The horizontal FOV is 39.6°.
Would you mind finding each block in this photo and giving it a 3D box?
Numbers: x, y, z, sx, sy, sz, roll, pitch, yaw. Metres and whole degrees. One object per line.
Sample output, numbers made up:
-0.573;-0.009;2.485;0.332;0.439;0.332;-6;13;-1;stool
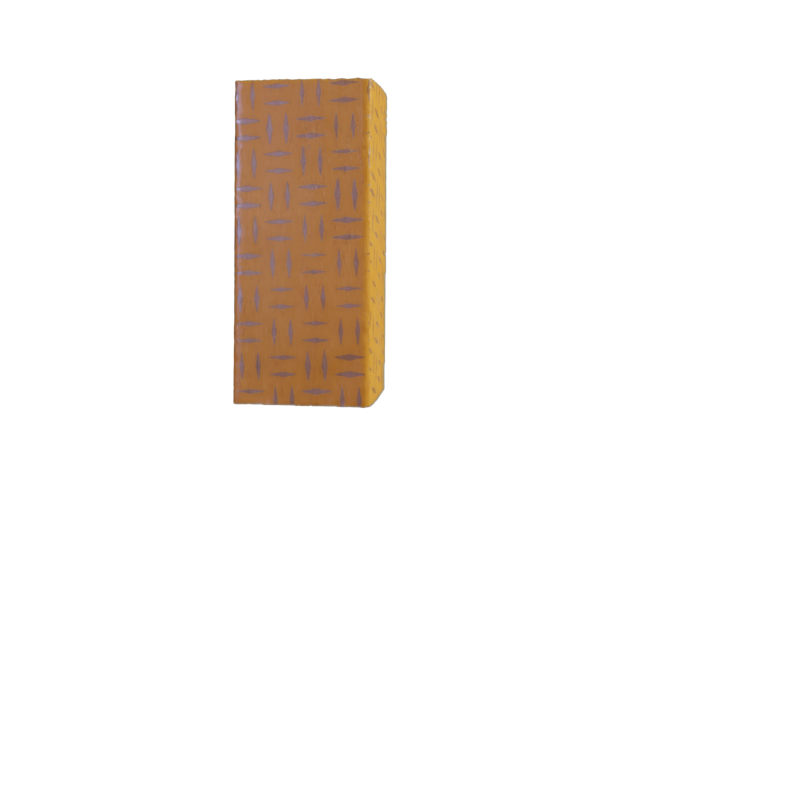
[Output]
-0.057;-0.105;0.739;0.092;0.206;0.089;0;2;8;block
